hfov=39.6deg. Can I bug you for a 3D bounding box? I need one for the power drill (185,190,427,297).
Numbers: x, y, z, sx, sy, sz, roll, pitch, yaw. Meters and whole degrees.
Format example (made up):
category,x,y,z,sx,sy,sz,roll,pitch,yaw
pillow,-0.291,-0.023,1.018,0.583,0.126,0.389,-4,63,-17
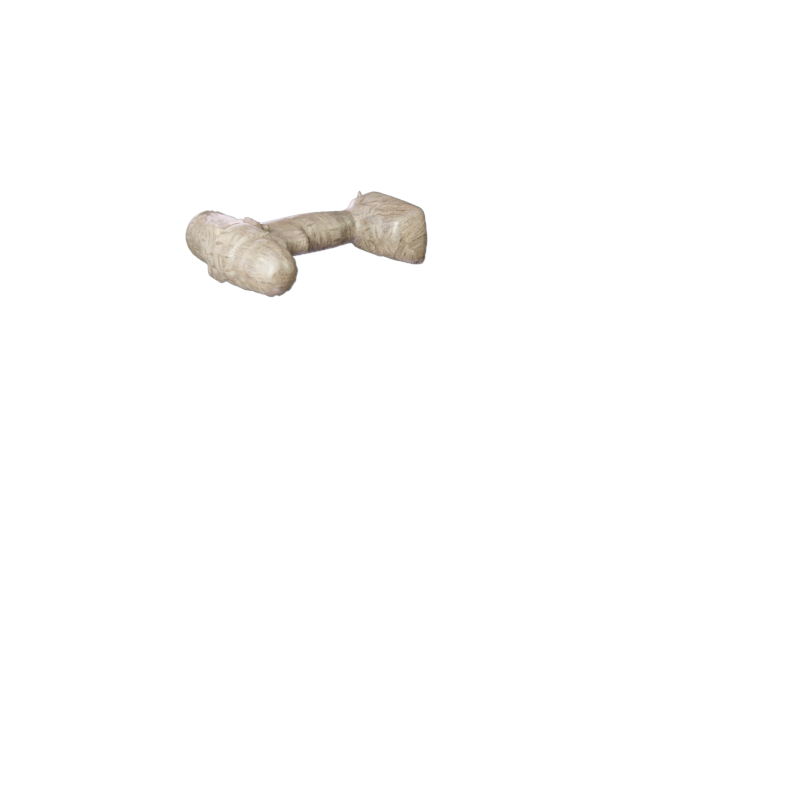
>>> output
category,x,y,z,sx,sy,sz,roll,pitch,yaw
power drill,-0.075,-0.136,0.954,0.183,0.055,0.196,-10,23,-25
